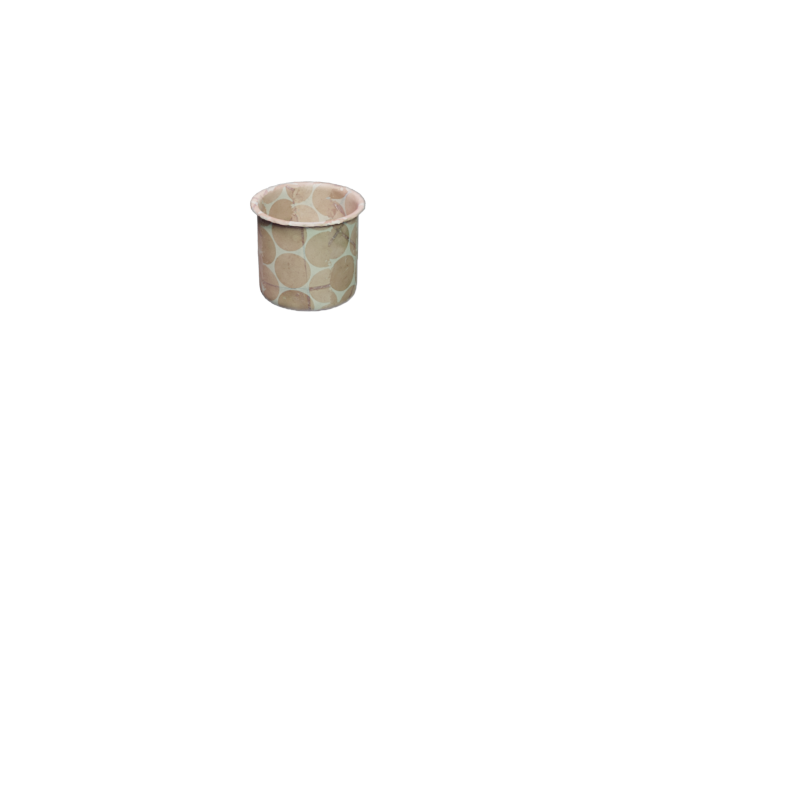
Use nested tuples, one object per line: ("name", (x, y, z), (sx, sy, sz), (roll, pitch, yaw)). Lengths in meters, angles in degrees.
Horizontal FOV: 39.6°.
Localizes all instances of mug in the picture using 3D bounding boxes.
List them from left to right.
("mug", (-0.072, -0.131, 0.916), (0.096, 0.077, 0.121), (10, 30, 16))
